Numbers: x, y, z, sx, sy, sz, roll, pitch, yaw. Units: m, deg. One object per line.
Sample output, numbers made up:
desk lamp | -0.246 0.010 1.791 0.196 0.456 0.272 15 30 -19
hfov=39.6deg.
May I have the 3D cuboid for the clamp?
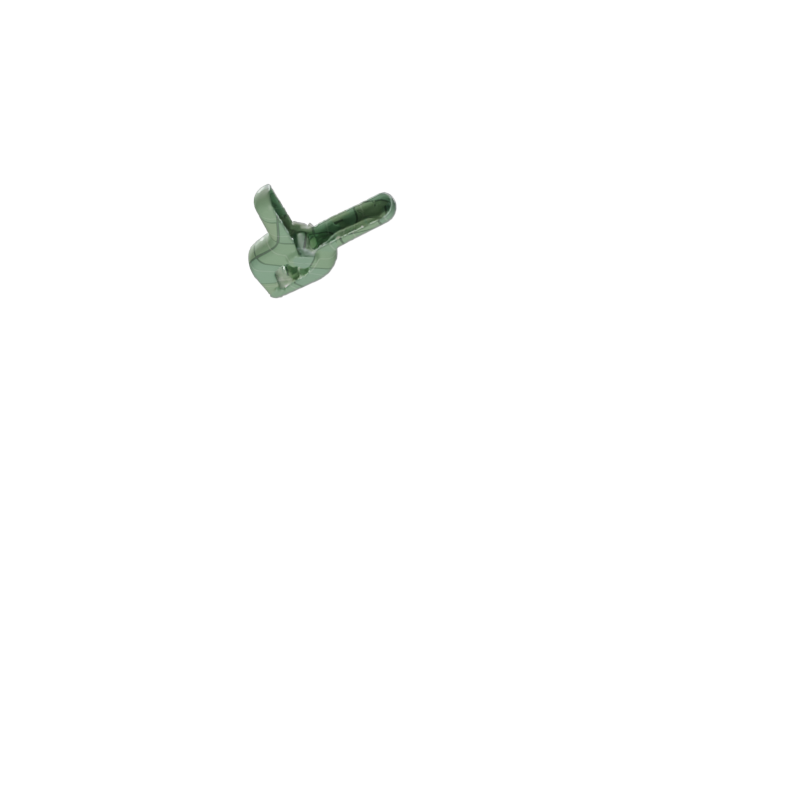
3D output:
clamp | -0.075 -0.137 0.961 0.118 0.041 0.165 4 -20 -12
